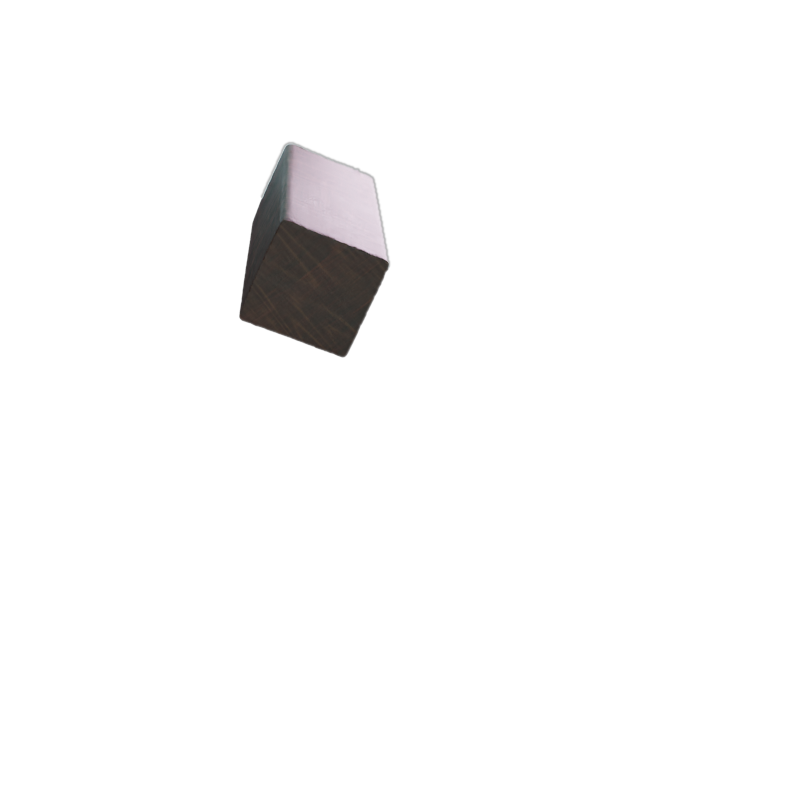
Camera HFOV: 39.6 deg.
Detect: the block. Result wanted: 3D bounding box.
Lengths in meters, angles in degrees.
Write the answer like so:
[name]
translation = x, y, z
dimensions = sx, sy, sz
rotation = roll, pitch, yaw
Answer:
[block]
translation = -0.072, -0.133, 0.926
dimensions = 0.089, 0.087, 0.218
rotation = 20, 24, -13
